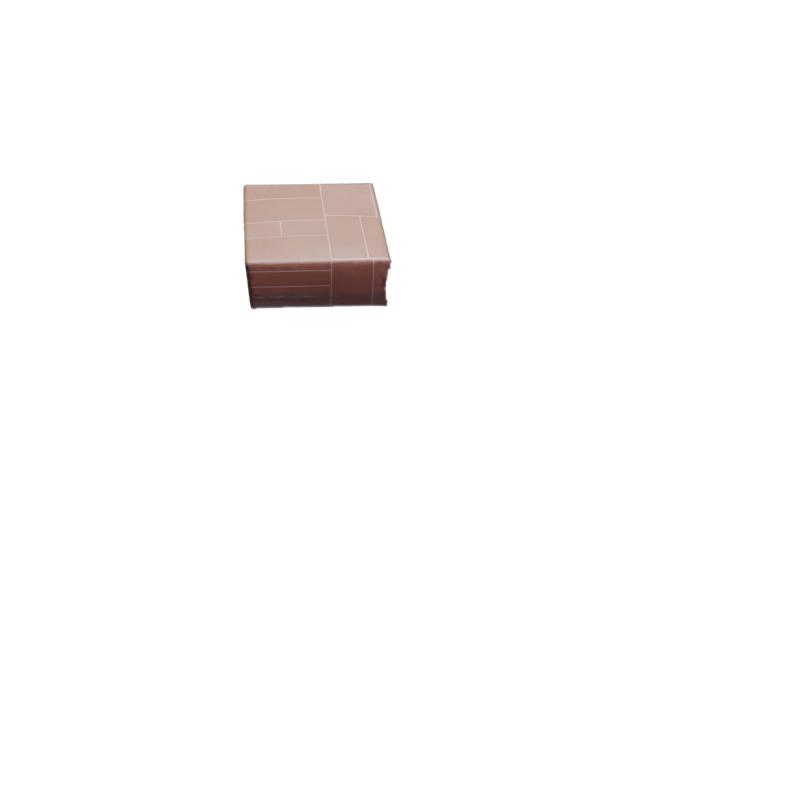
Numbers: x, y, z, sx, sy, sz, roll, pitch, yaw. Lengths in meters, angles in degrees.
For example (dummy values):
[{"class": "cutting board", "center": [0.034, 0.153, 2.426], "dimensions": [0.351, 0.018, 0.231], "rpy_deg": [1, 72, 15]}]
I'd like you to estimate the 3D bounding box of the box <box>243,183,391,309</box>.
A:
[{"class": "box", "center": [-0.057, -0.103, 0.723], "dimensions": [0.089, 0.036, 0.122], "rpy_deg": [-3, 36, -5]}]
